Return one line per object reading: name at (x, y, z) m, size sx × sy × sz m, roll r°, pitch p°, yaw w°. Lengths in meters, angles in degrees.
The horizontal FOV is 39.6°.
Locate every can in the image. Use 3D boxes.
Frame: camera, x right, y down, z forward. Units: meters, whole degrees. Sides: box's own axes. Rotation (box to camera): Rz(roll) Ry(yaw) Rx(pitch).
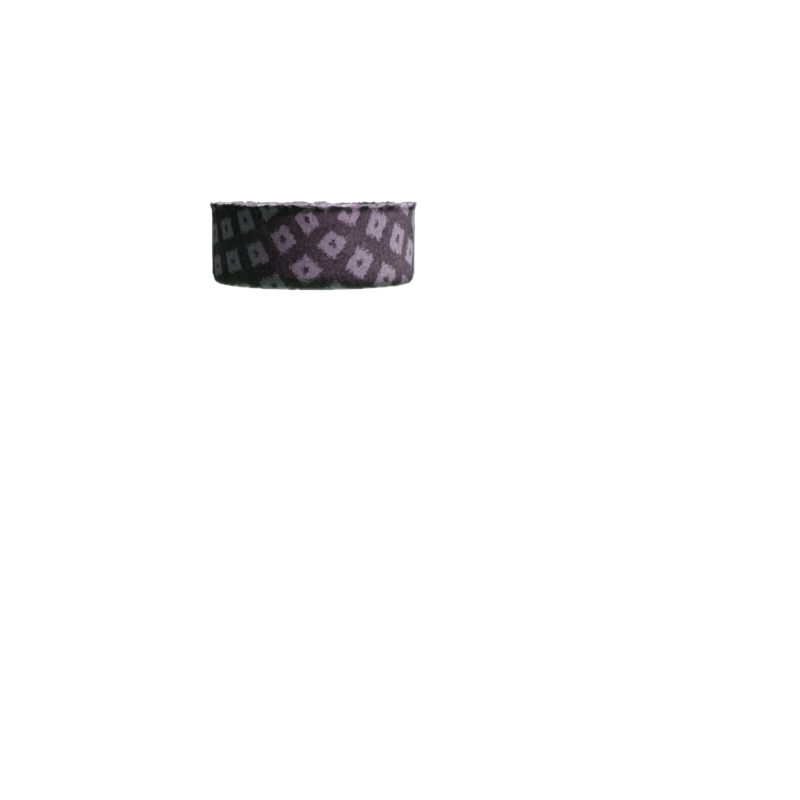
can at (-0.036, -0.066, 0.463) m, size 0.086 × 0.033 × 0.087 m, roll 0°, pitch 10°, yaw -2°
